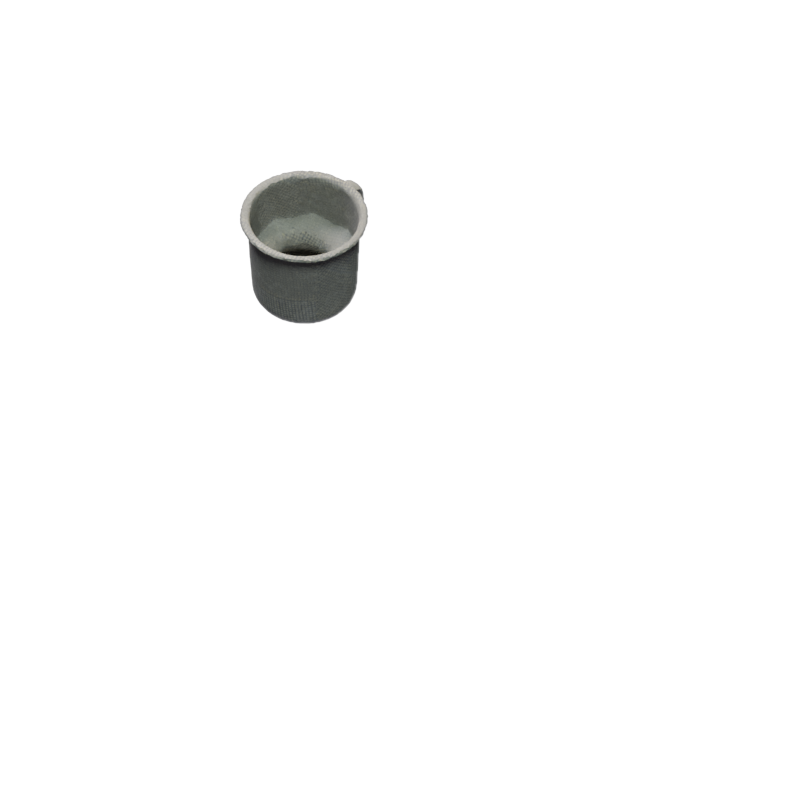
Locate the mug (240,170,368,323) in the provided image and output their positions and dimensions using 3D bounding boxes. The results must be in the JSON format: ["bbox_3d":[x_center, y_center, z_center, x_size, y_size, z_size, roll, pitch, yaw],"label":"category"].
[{"bbox_3d":[-0.066,-0.120,0.840,0.097,0.120,0.076,26,-35,19],"label":"mug"}]
